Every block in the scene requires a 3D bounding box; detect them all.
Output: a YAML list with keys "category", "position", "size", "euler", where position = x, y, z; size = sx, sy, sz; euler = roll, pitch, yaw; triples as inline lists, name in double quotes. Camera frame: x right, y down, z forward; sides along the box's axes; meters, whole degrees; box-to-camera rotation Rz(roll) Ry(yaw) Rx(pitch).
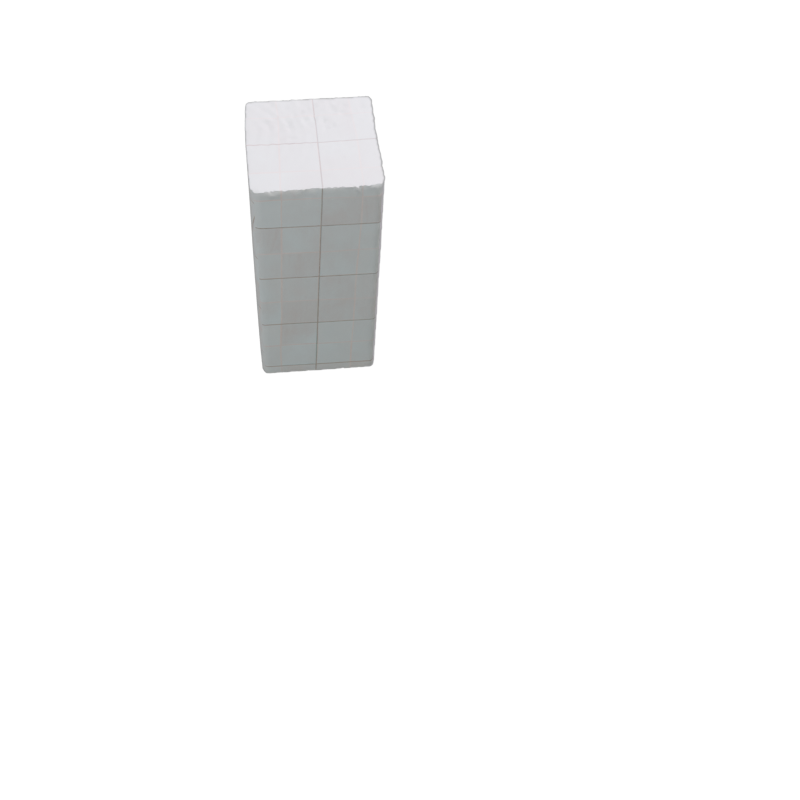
- category: "block"
  position: [-0.064, -0.117, 0.820]
  size: [0.090, 0.097, 0.192]
  euler: [-3, -36, -6]
